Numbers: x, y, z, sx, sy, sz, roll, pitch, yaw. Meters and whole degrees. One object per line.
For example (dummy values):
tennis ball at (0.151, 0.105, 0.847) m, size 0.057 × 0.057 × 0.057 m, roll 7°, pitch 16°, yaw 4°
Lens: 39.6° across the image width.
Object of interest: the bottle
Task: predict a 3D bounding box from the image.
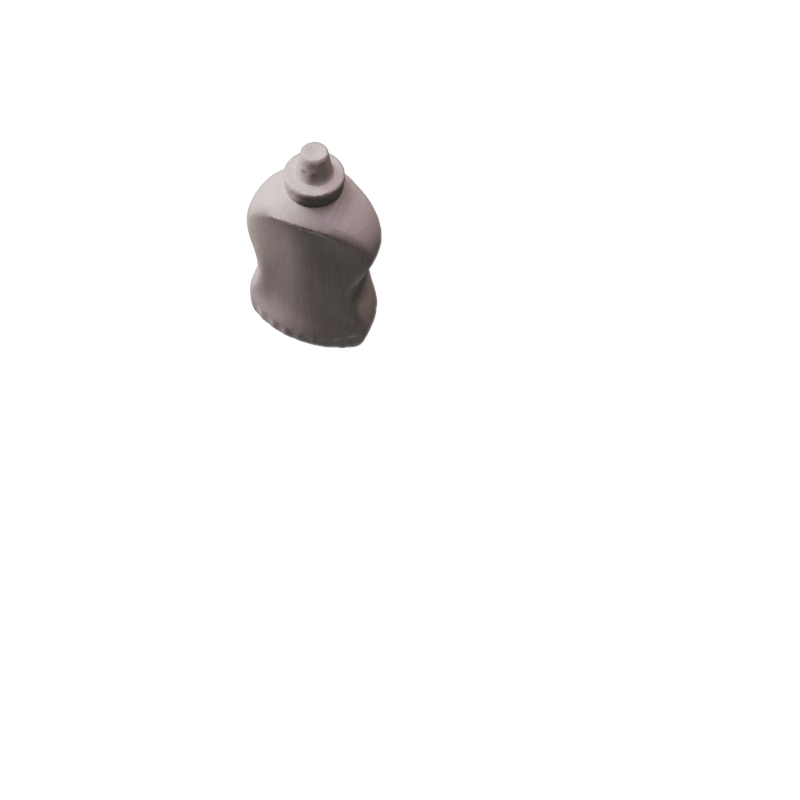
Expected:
bottle at (-0.062, -0.114, 0.793) m, size 0.099 × 0.061 × 0.180 m, roll 22°, pitch -31°, yaw 10°
